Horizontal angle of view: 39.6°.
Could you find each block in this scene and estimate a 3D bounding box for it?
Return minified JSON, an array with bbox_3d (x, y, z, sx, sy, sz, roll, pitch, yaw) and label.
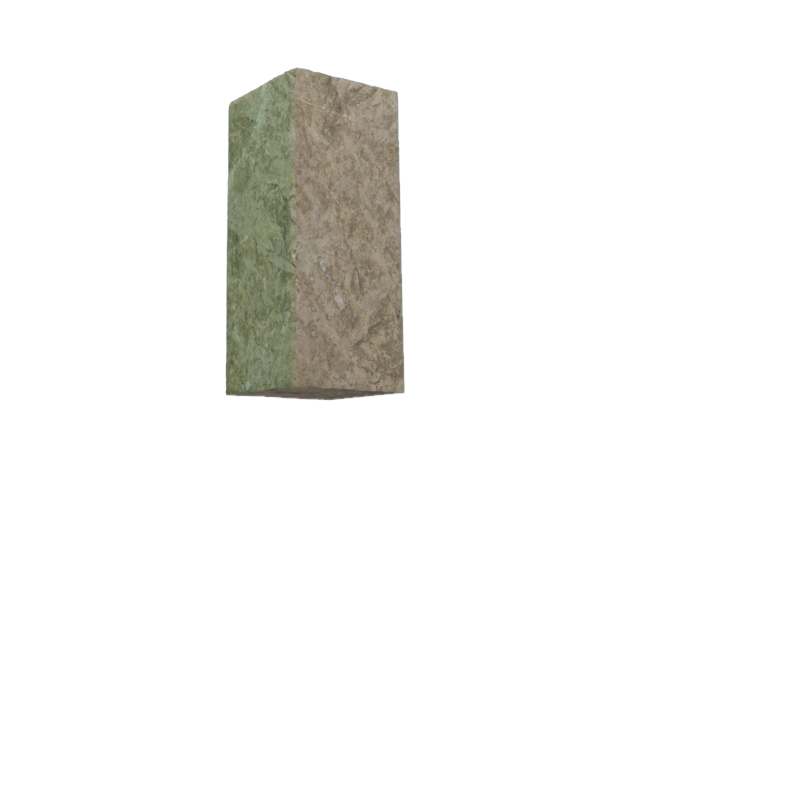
[{"bbox_3d":[-0.060,-0.108,0.754,0.086,0.212,0.092,7,-13,-36],"label":"block"}]
